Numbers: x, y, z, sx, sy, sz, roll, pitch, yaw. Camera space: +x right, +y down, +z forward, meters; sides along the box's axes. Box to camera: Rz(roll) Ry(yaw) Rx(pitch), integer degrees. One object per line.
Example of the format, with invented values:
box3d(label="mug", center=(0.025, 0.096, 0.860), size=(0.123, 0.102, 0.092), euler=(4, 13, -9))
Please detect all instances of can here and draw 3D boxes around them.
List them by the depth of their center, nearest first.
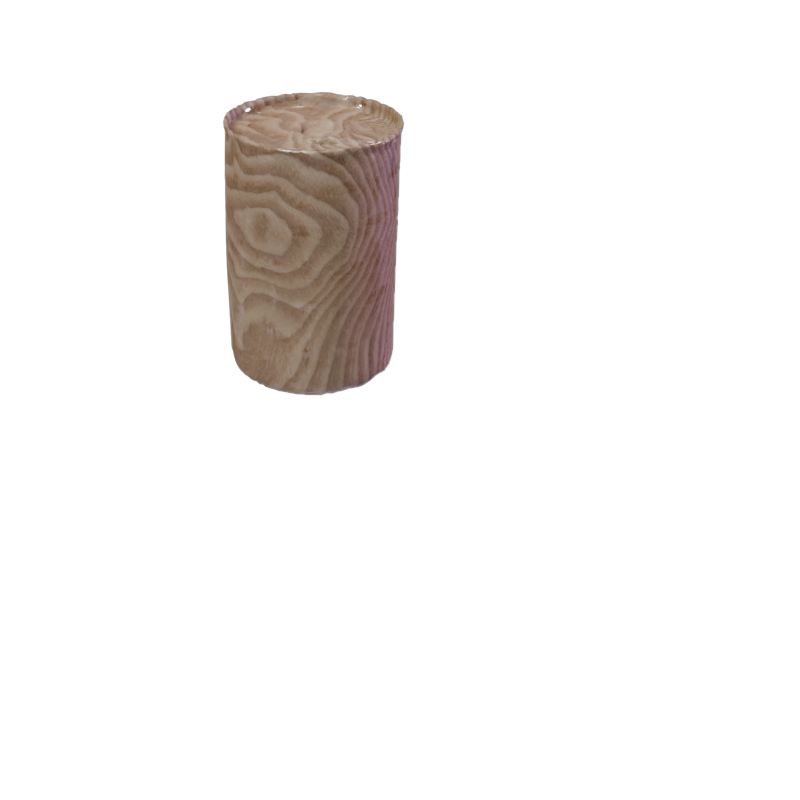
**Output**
box3d(label="can", center=(-0.034, -0.062, 0.436), size=(0.068, 0.097, 0.073), euler=(0, 28, -2))
